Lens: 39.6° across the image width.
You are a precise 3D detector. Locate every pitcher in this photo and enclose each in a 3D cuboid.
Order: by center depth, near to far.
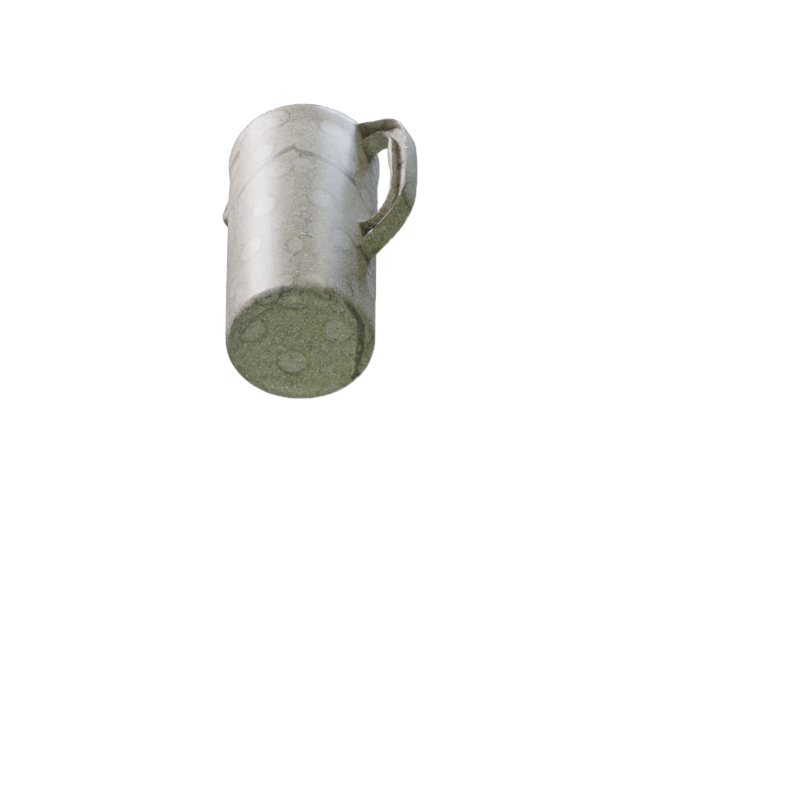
[{"bbox_3d":[-0.069,-0.125,0.877,0.143,0.141,0.261,9,40,-11],"label":"pitcher"}]
